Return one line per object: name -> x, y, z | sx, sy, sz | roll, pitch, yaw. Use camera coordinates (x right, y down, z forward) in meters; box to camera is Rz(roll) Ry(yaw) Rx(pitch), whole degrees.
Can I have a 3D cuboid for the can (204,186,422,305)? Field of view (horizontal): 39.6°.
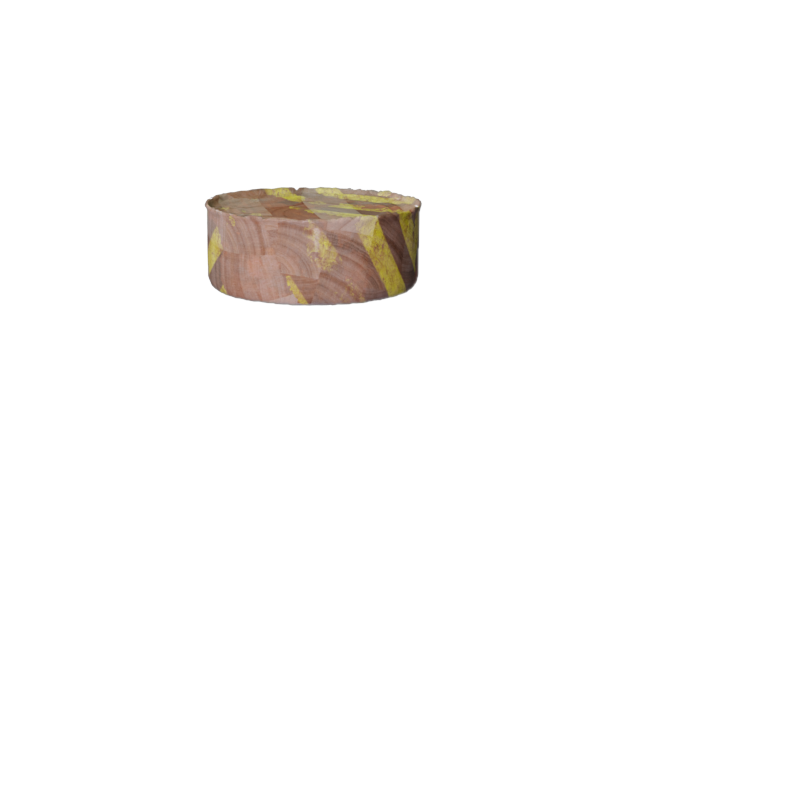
can -> -0.035, -0.063, 0.443 | 0.086, 0.032, 0.089 | -1, 17, -2
